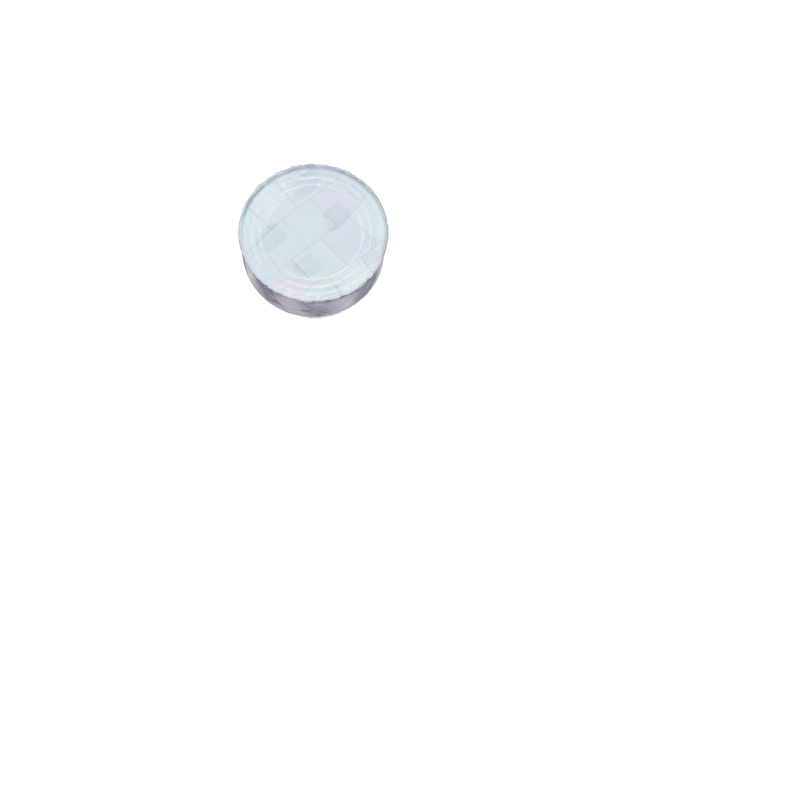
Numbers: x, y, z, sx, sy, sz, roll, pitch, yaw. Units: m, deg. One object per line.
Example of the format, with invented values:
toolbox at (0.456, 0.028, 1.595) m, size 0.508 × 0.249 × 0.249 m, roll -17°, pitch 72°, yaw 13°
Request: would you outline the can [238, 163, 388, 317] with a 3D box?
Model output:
can at (-0.051, -0.092, 0.648) m, size 0.086 × 0.090 × 0.032 m, roll -1°, pitch -21°, yaw -1°
